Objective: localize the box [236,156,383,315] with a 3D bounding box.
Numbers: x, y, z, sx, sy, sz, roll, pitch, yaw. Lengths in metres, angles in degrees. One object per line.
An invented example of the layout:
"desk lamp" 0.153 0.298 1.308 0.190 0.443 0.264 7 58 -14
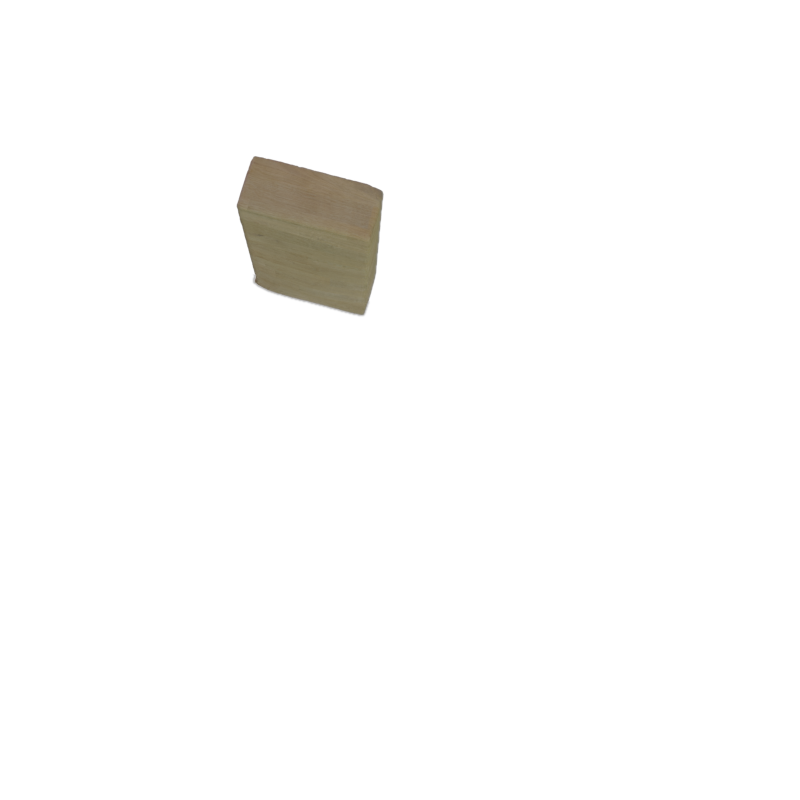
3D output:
"box" -0.063 -0.115 0.802 0.094 0.050 0.169 16 -15 1
